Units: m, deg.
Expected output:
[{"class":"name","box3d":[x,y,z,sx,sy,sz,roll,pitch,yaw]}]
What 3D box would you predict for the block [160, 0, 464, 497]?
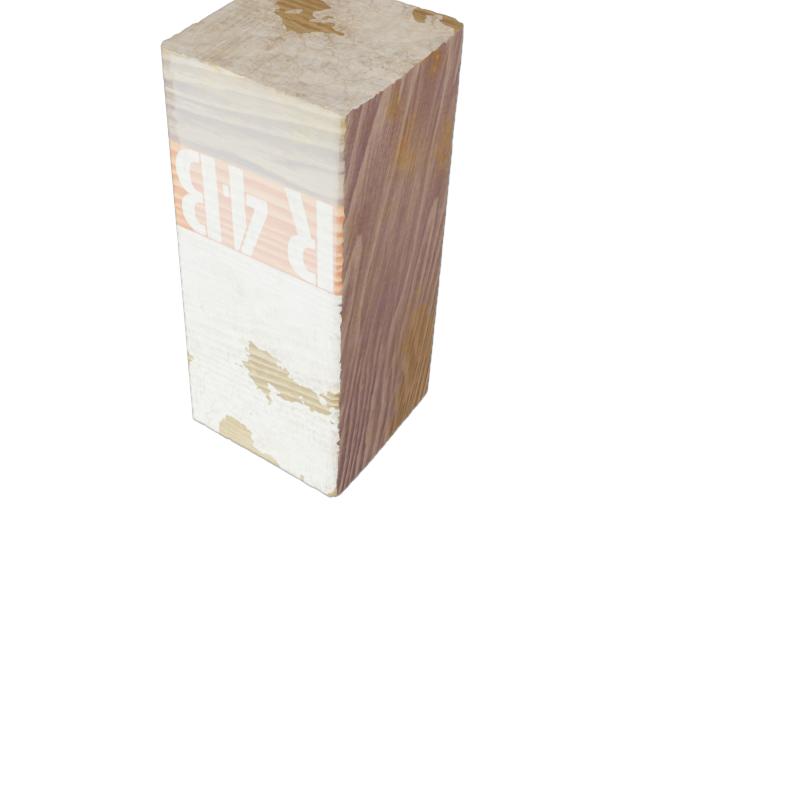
[{"class":"block","box3d":[-0.038,-0.071,0.495,0.095,0.192,0.092,25,46,23]}]
